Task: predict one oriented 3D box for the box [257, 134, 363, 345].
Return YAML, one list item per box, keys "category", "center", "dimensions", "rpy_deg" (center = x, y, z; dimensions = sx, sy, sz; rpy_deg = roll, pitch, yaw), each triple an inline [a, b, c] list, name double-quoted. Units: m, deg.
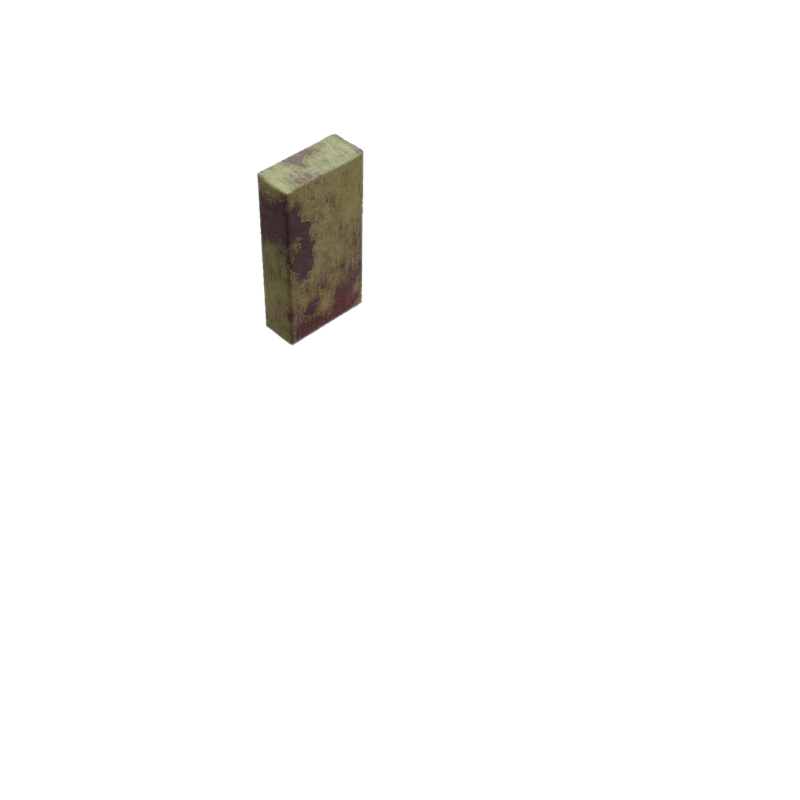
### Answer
- category: "box"
  center: [-0.078, -0.142, 0.998]
  dimensions: [0.094, 0.164, 0.051]
  rpy_deg: [-34, 56, -32]
